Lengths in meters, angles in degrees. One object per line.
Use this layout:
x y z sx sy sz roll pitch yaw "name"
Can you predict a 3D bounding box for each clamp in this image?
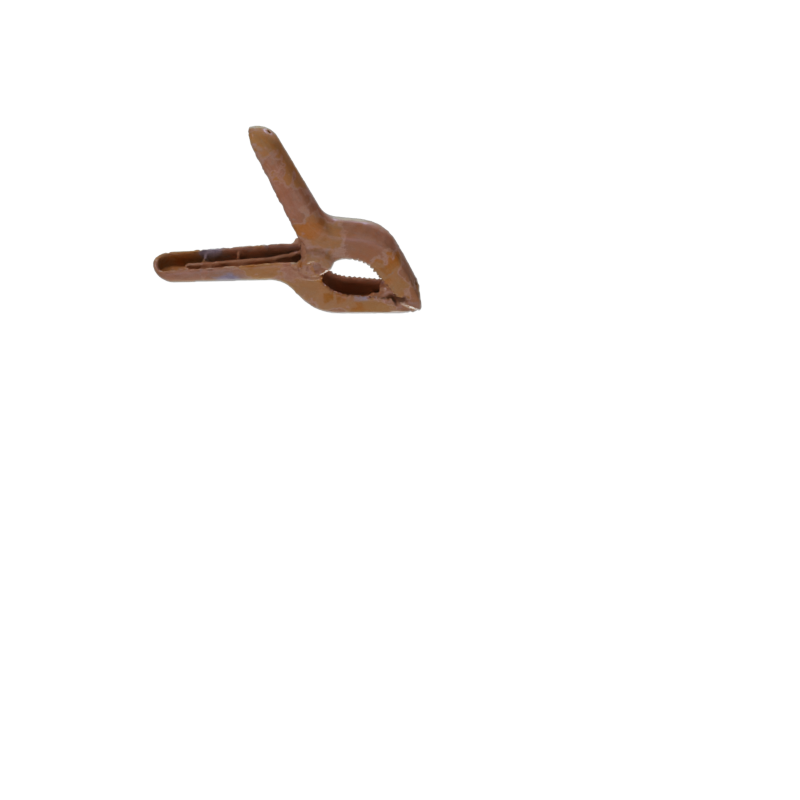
-0.067 -0.123 0.860 0.203 0.039 0.159 18 -46 -19 "clamp"
